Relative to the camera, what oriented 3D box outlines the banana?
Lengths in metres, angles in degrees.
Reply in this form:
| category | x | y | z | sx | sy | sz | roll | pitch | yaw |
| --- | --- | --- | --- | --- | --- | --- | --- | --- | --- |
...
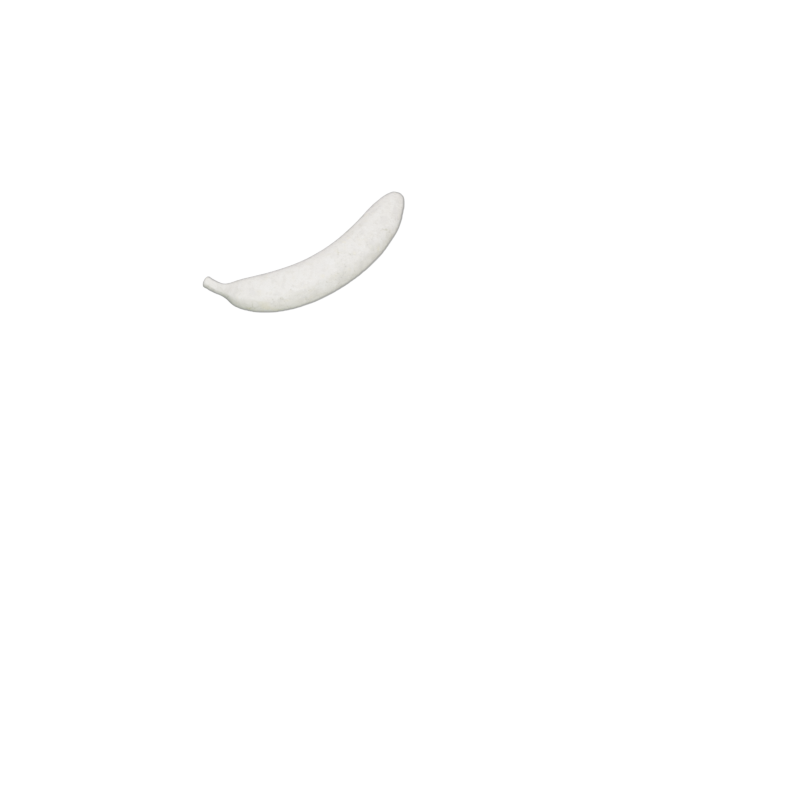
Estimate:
| category | x | y | z | sx | sy | sz | roll | pitch | yaw |
| --- | --- | --- | --- | --- | --- | --- | --- | --- | --- |
| banana | -0.071 | -0.122 | 0.966 | 0.197 | 0.074 | 0.035 | -26 | -25 | -14 |
